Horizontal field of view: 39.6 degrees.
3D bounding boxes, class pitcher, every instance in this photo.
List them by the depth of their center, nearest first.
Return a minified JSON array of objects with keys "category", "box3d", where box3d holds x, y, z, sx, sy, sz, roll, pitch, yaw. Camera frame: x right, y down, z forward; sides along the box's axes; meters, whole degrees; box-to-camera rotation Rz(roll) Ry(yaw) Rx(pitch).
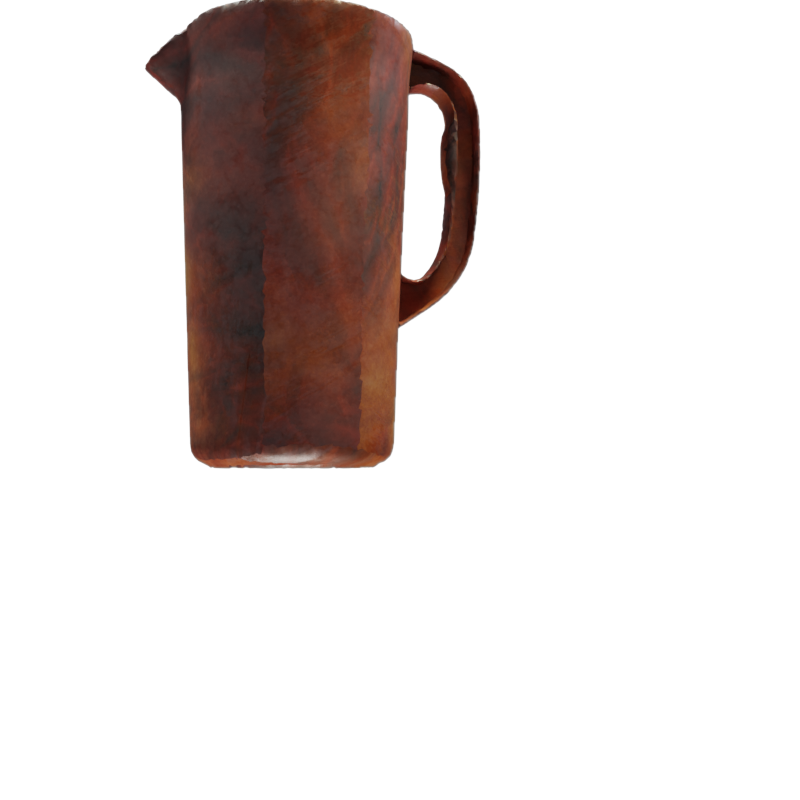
[{"category":"pitcher","box3d":[-0.048,-0.087,0.609,0.153,0.249,0.138,-5,-10,30]}]
